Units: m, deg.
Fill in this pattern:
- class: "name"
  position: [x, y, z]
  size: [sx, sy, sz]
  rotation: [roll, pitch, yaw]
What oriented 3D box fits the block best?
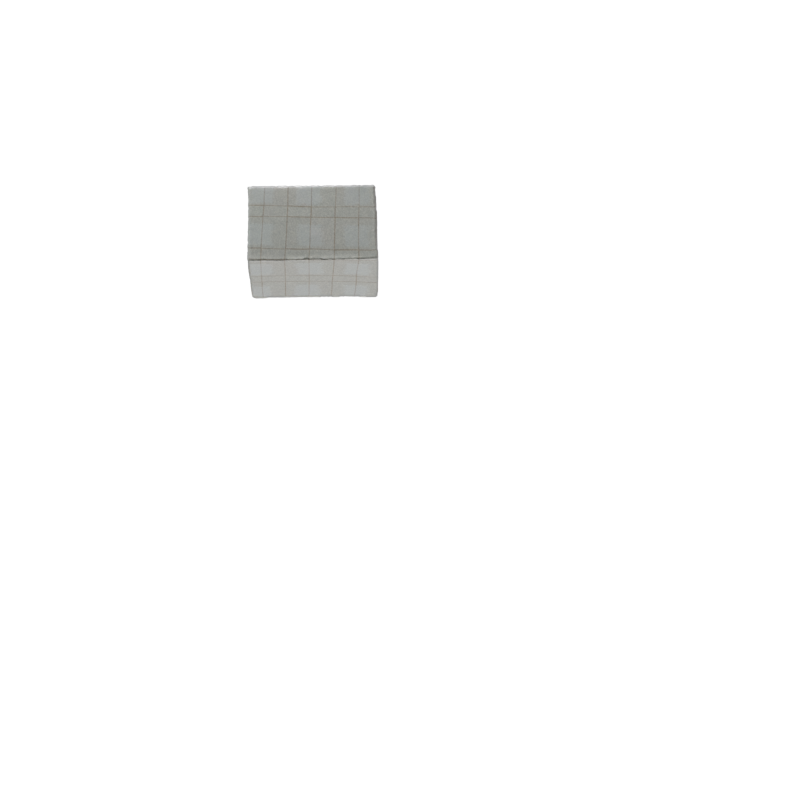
- class: "block"
  position: [-0.052, -0.095, 0.664]
  size: [0.078, 0.054, 0.050]
  rotation: [0, -24, -1]
